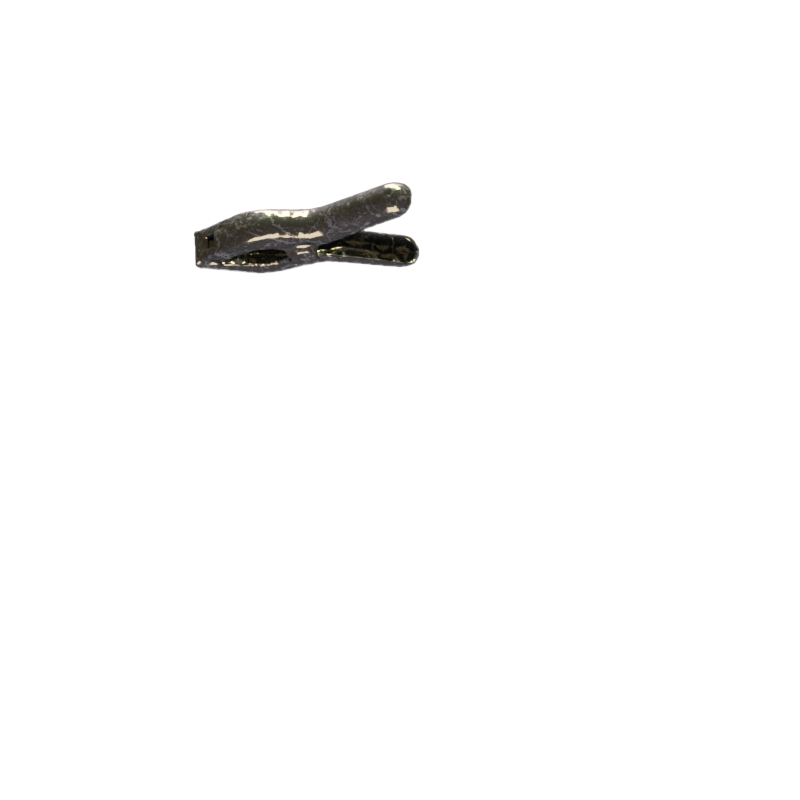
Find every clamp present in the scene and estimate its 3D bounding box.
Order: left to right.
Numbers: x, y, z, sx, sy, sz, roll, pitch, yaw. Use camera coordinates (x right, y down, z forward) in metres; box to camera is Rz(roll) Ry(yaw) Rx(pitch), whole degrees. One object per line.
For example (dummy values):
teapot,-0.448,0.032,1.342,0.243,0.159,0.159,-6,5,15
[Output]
clamp,-0.065,-0.118,0.830,0.174,0.041,0.112,-5,-22,14
